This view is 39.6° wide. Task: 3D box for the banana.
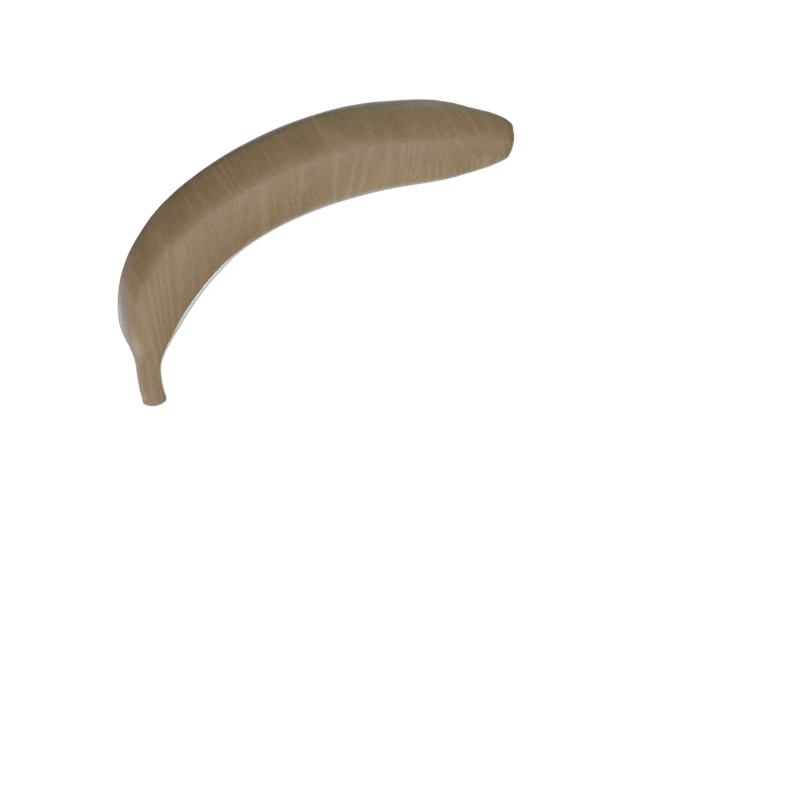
[{"bbox_3d":[-0.051,-0.077,0.461,0.197,0.066,0.039,-33,24,16],"label":"banana"}]
